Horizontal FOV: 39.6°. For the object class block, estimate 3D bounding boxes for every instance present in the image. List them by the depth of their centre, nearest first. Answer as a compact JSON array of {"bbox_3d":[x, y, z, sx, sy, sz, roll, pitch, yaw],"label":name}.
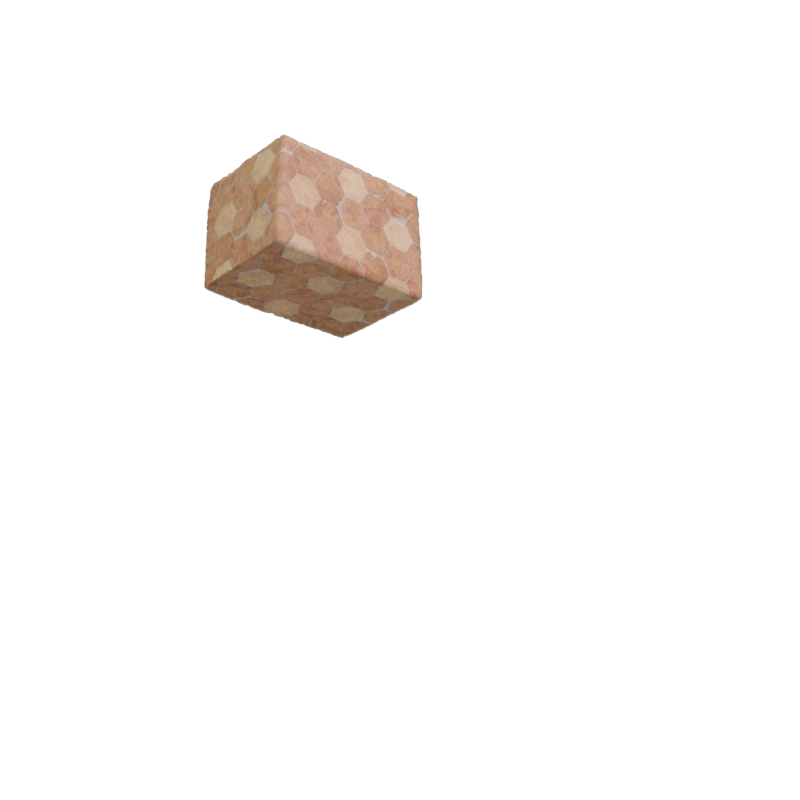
[{"bbox_3d":[-0.037,-0.067,0.466,0.073,0.054,0.053,20,-33,-37],"label":"block"}]
